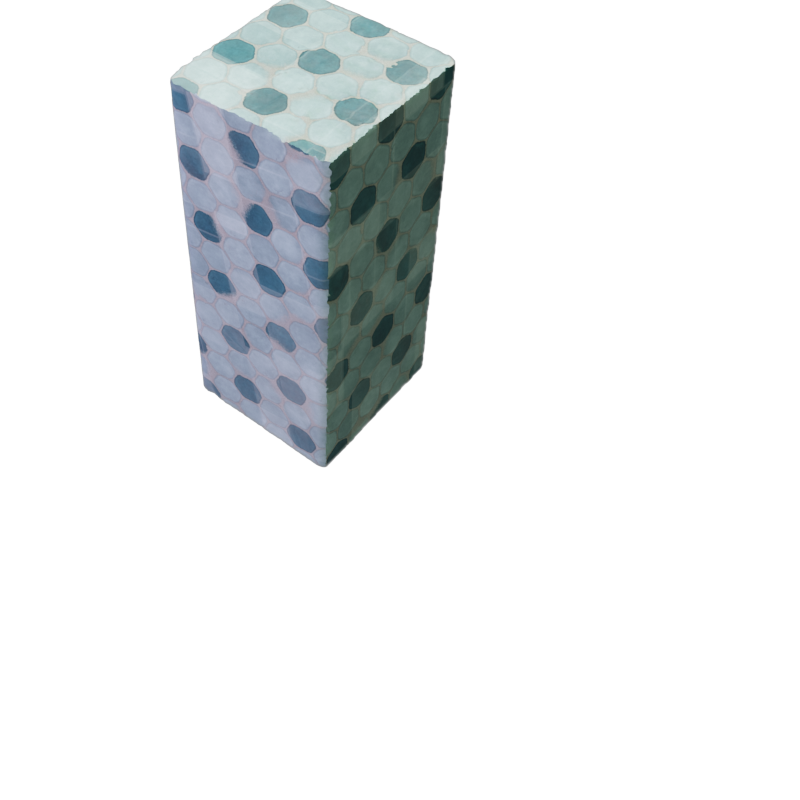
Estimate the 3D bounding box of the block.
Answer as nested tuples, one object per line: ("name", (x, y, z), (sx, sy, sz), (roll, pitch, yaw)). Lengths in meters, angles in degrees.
("block", (-0.042, -0.077, 0.537), (0.095, 0.192, 0.092), (31, 55, 21))
